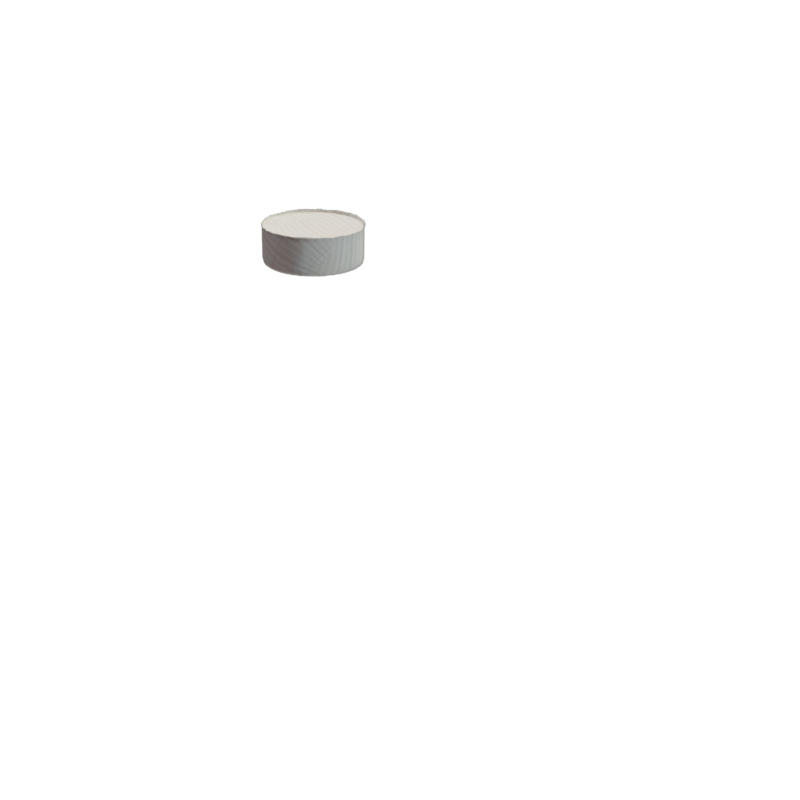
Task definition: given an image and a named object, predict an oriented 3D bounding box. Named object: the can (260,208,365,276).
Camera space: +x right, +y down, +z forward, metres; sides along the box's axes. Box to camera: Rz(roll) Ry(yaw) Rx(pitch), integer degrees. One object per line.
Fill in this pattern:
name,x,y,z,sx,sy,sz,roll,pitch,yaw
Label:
can,-0.071,-0.130,0.911,0.086,0.032,0.090,-1,24,-2
